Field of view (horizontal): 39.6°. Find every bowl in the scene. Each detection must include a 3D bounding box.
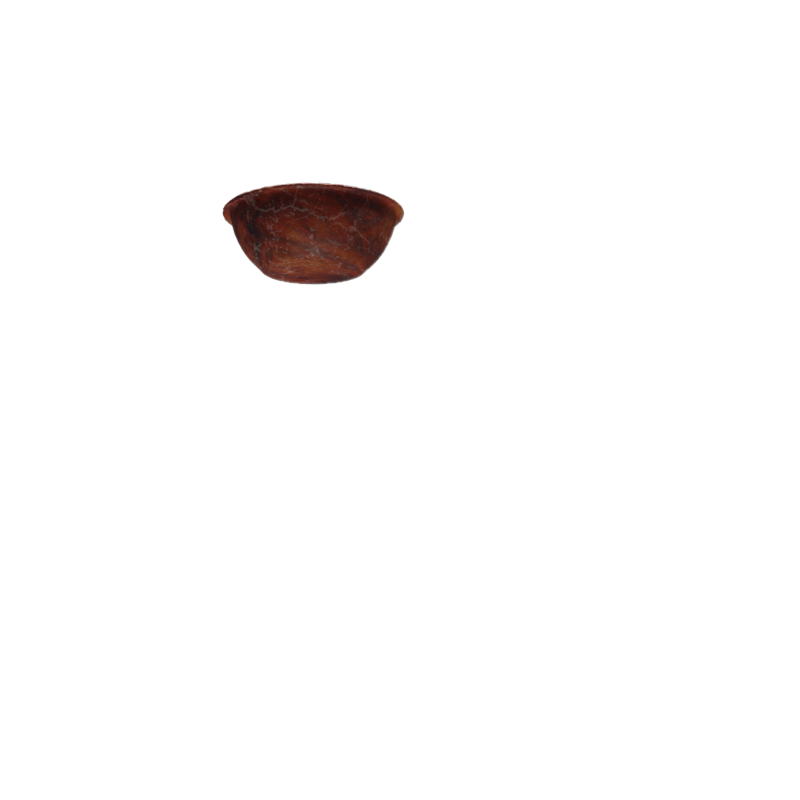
[{"bbox_3d":[-0.077,-0.140,0.978,0.162,0.057,0.157,0,-10,-2],"label":"bowl"}]
